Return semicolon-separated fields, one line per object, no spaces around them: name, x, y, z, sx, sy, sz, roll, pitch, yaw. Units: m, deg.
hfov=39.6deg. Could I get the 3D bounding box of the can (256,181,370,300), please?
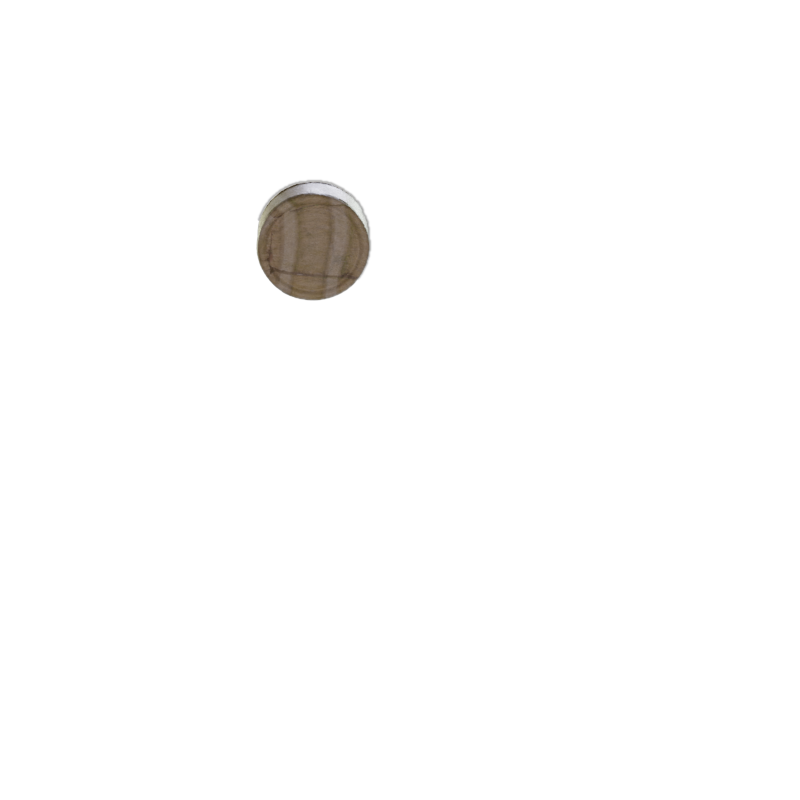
can;-0.065;-0.119;0.833;0.086;0.082;0.035;0;21;-1
